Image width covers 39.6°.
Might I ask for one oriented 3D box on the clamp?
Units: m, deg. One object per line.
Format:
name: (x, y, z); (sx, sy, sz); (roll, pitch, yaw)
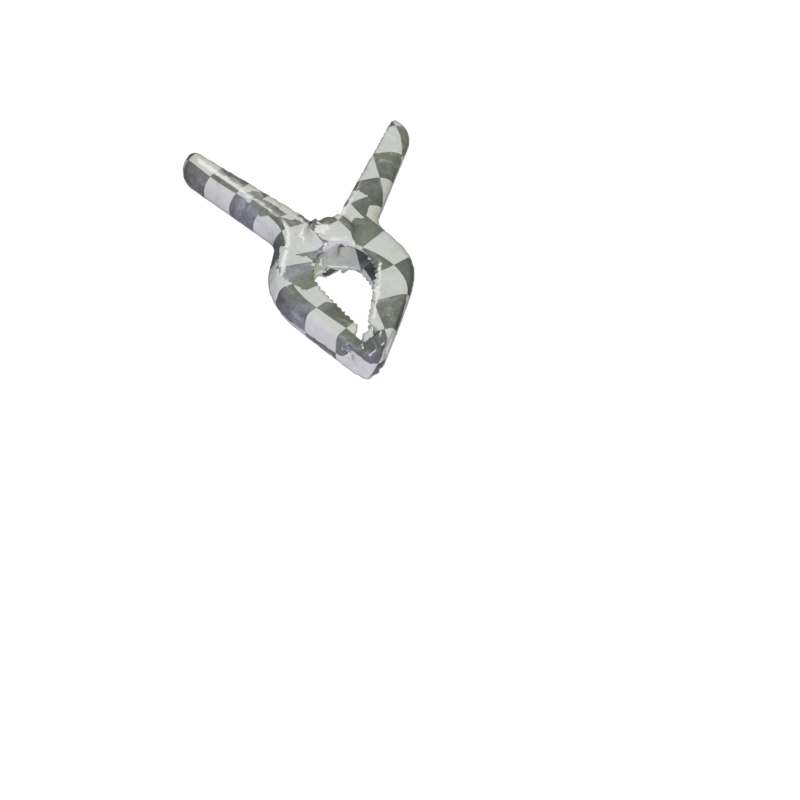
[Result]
clamp: (-0.058, -0.105, 0.738); (0.163, 0.226, 0.034); (-7, -38, -6)
